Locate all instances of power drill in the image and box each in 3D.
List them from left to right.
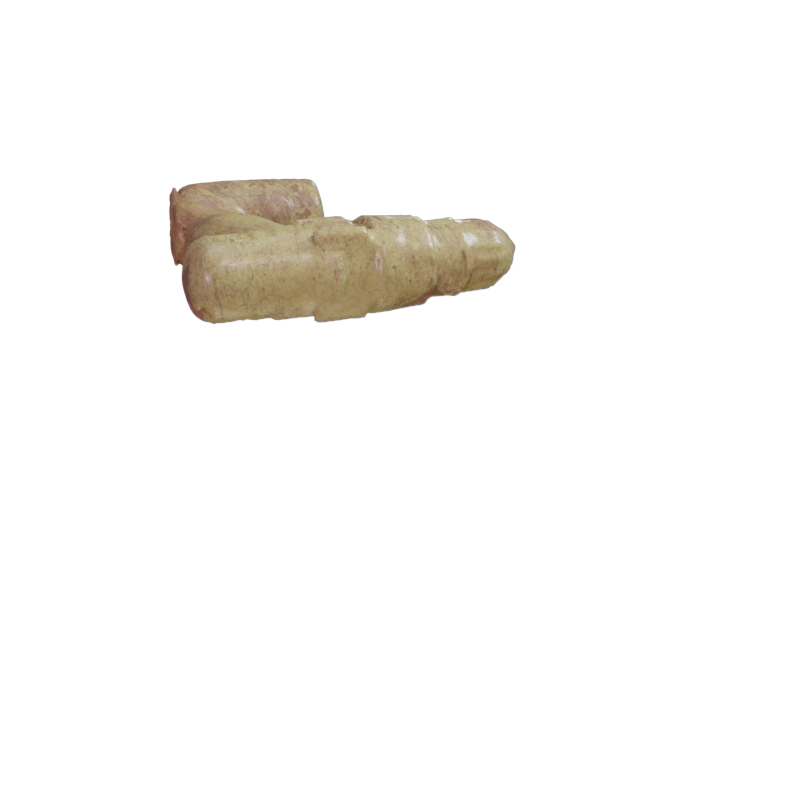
[{"bbox_3d":[-0.051,-0.093,0.652,0.180,0.056,0.198,-6,17,-21],"label":"power drill"}]
